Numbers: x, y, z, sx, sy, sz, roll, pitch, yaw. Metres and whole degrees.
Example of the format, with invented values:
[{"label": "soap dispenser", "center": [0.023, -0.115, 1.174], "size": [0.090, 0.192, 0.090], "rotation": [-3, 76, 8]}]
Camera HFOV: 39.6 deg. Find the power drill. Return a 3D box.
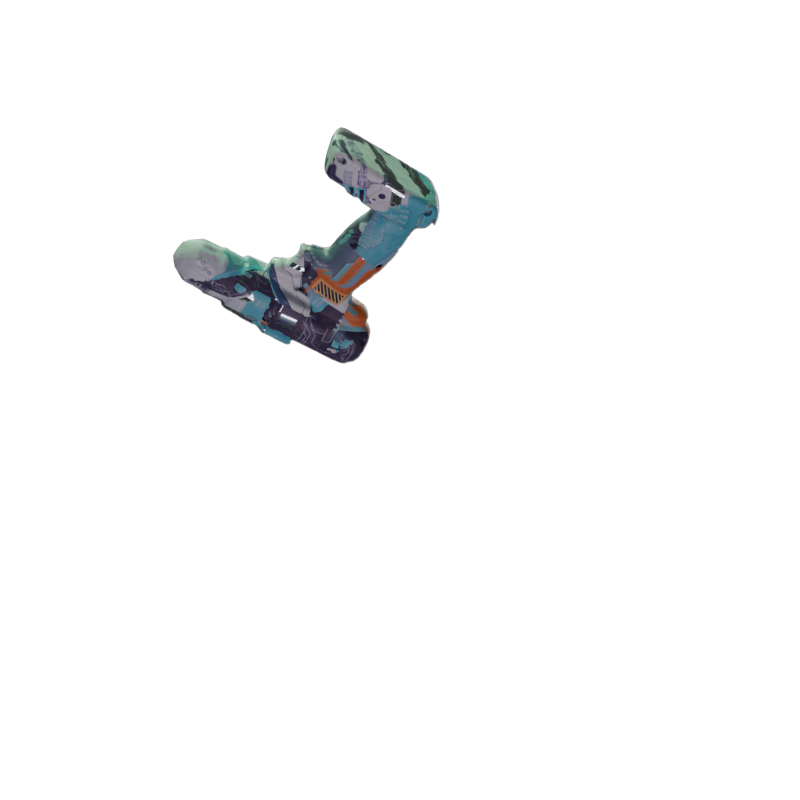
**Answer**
[{"label": "power drill", "center": [-0.072, -0.131, 0.918], "size": [0.177, 0.183, 0.061], "rotation": [28, 31, -19]}]
